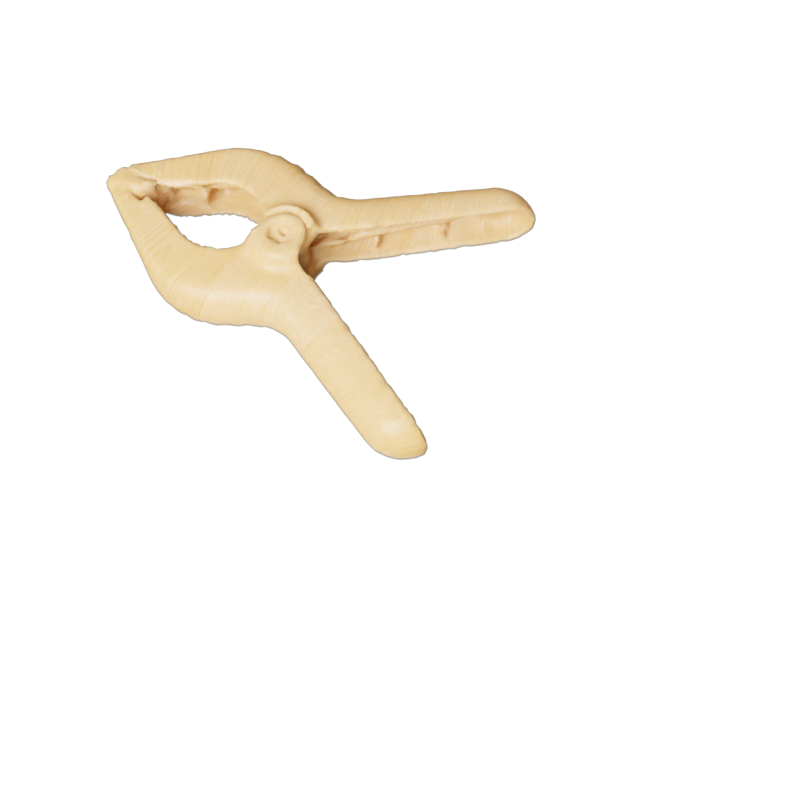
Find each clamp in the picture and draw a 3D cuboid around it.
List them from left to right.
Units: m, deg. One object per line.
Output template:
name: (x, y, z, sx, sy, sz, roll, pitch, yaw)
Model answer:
clamp: (-0.035, -0.064, 0.445, 0.179, 0.123, 0.037, 30, -29, 19)
